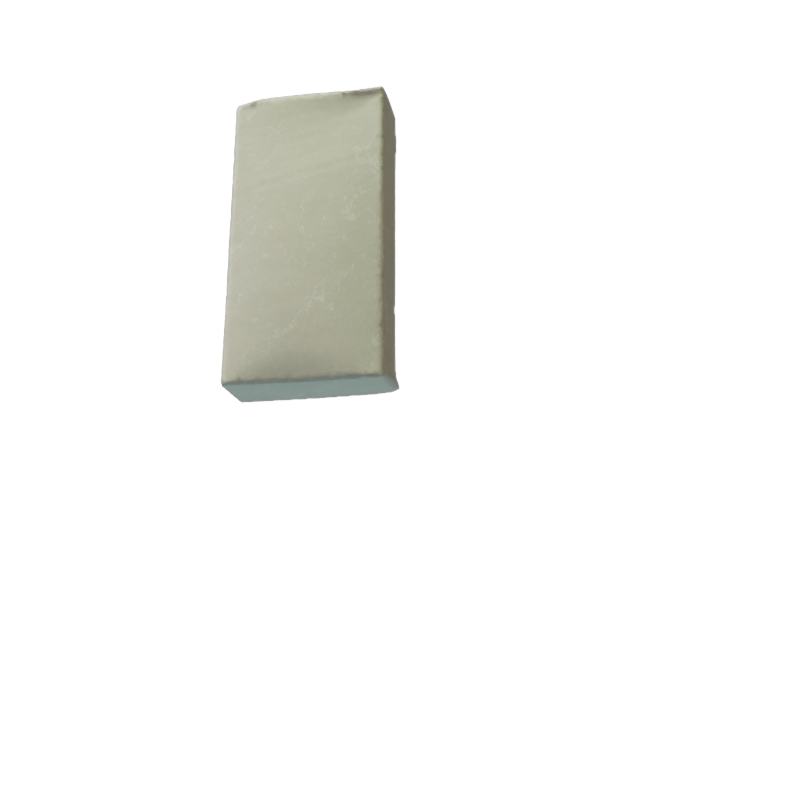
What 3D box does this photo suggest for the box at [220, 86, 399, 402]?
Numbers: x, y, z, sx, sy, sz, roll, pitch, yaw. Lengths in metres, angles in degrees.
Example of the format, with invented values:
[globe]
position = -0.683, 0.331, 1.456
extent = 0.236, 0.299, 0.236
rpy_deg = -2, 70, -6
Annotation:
[box]
position = -0.050, -0.091, 0.635
extent = 0.095, 0.184, 0.045
rpy_deg = -5, -20, 12
